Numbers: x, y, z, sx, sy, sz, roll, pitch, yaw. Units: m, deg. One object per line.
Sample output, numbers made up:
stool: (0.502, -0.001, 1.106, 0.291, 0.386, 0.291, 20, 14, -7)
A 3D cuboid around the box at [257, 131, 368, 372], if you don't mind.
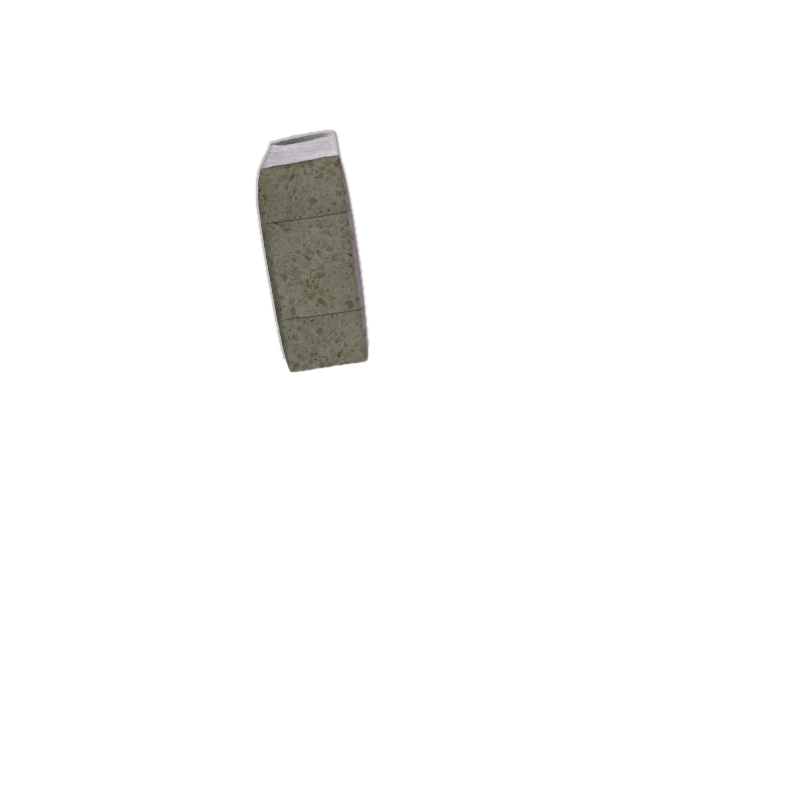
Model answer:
box: (-0.074, -0.135, 0.943, 0.072, 0.159, 0.221, -9, 16, -1)
